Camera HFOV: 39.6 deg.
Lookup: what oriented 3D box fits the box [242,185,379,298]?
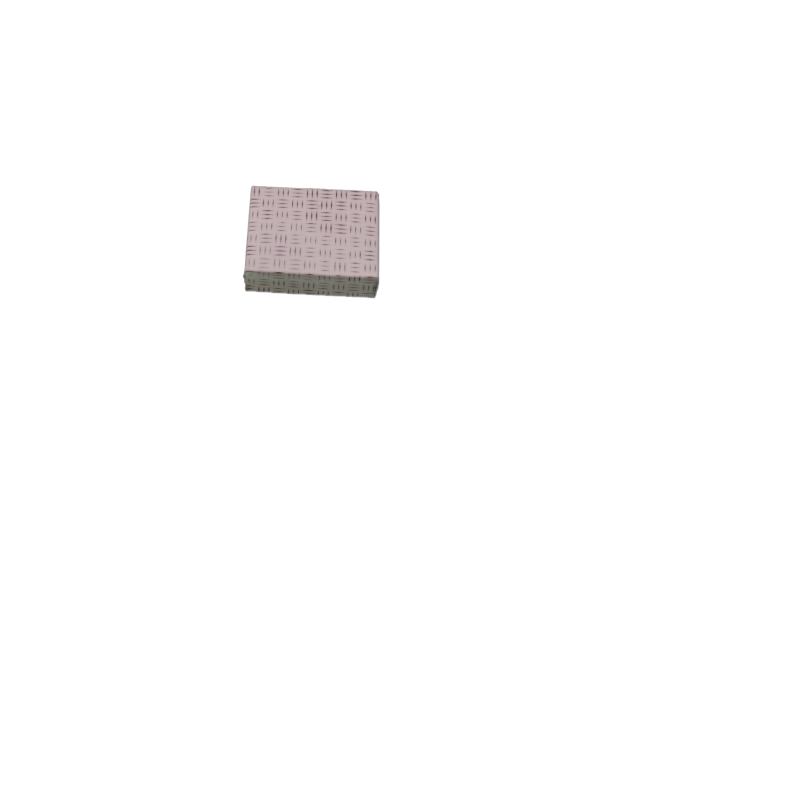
[{"bbox_3d":[-0.073,-0.134,0.937,0.113,0.096,0.036,1,-34,0],"label":"box"}]
